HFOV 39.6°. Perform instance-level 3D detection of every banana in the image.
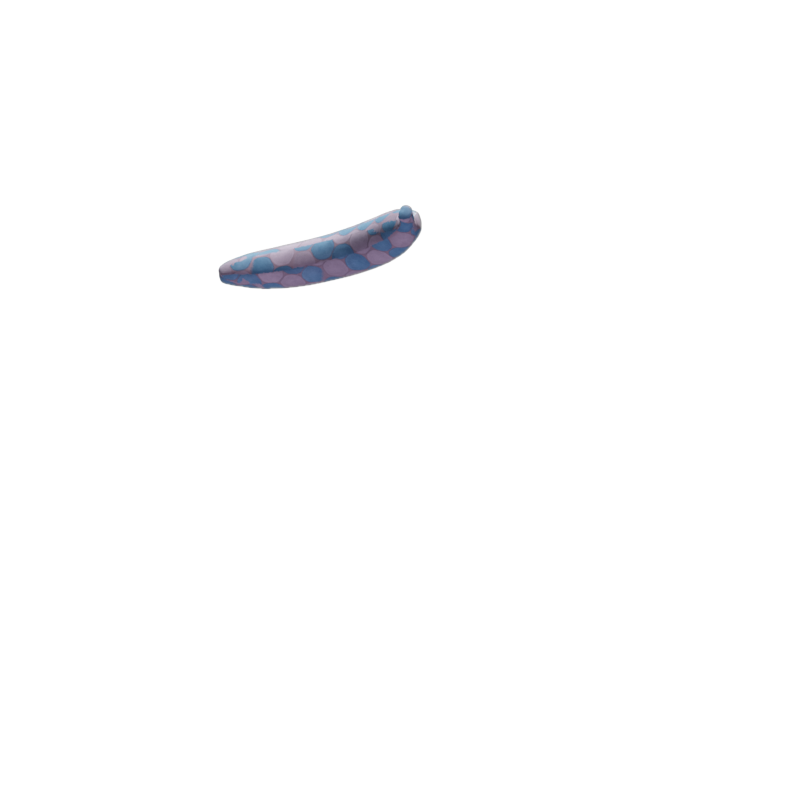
[{"bbox_3d":[-0.055,-0.122,0.892,0.201,0.039,0.065,-14,-25,34],"label":"banana"}]
